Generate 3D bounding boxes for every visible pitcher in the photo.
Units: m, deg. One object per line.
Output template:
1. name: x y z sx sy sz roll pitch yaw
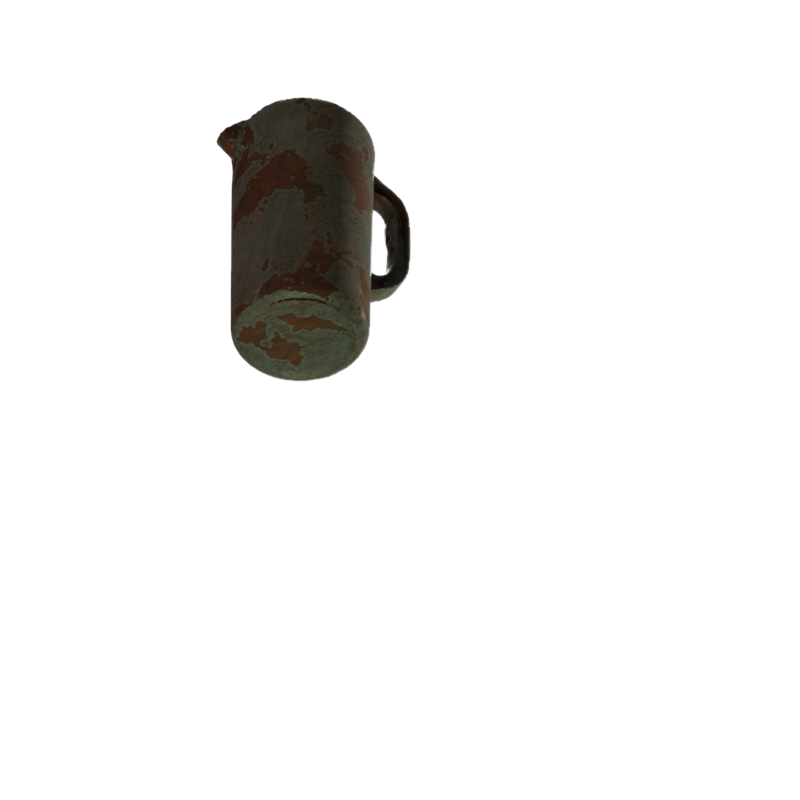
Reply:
1. pitcher: -0.074 -0.134 0.941 0.150 0.261 0.134 -12 -45 9
